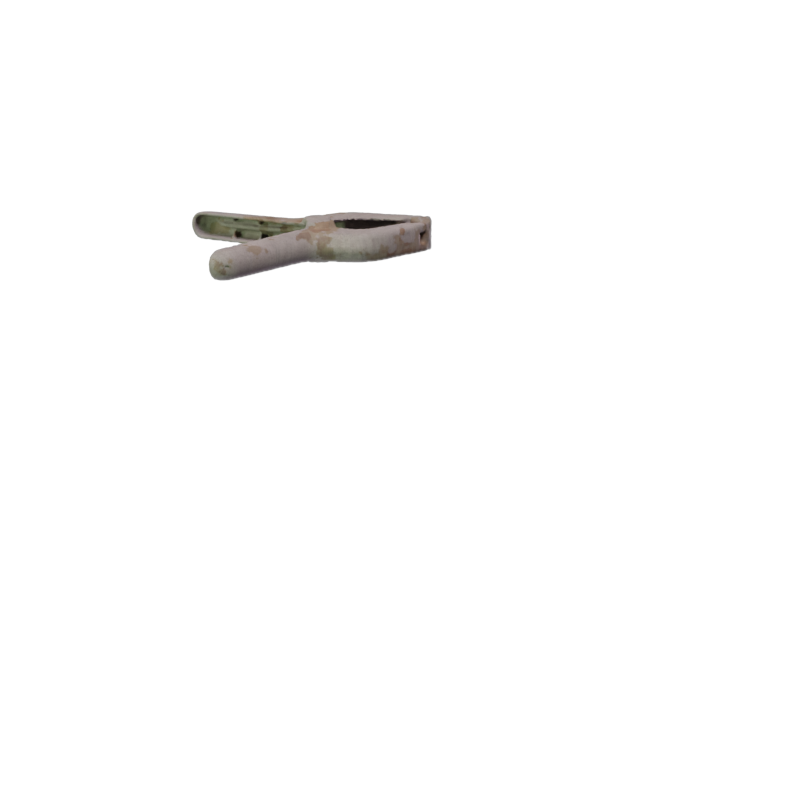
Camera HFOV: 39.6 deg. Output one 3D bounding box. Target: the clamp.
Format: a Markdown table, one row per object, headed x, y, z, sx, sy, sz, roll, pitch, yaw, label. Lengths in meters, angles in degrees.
| x | y | z | sx | sy | sz | roll | pitch | yaw | label |
| --- | --- | --- | --- | --- | --- | --- | --- | --- | --- |
| -0.074 | -0.135 | 0.942 | 0.209 | 0.035 | 0.173 | -2 | 22 | -5 | clamp |
